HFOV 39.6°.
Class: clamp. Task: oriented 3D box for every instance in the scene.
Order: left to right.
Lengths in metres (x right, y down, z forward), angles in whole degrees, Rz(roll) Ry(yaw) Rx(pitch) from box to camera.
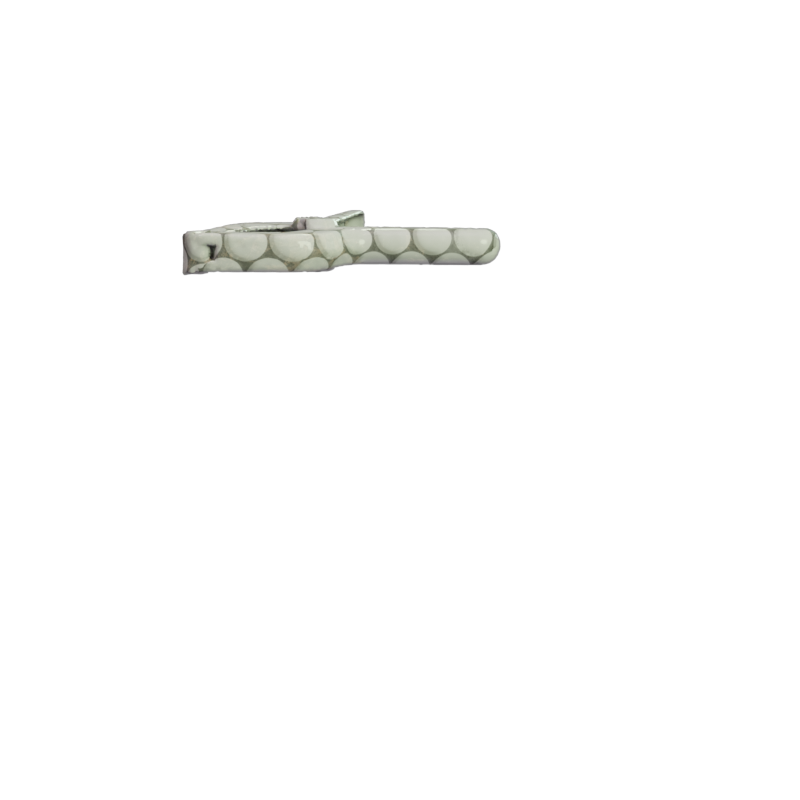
[{"bbox_3d":[-0.061,-0.111,0.774,0.204,0.035,0.173,-8,16,-29],"label":"clamp"}]
